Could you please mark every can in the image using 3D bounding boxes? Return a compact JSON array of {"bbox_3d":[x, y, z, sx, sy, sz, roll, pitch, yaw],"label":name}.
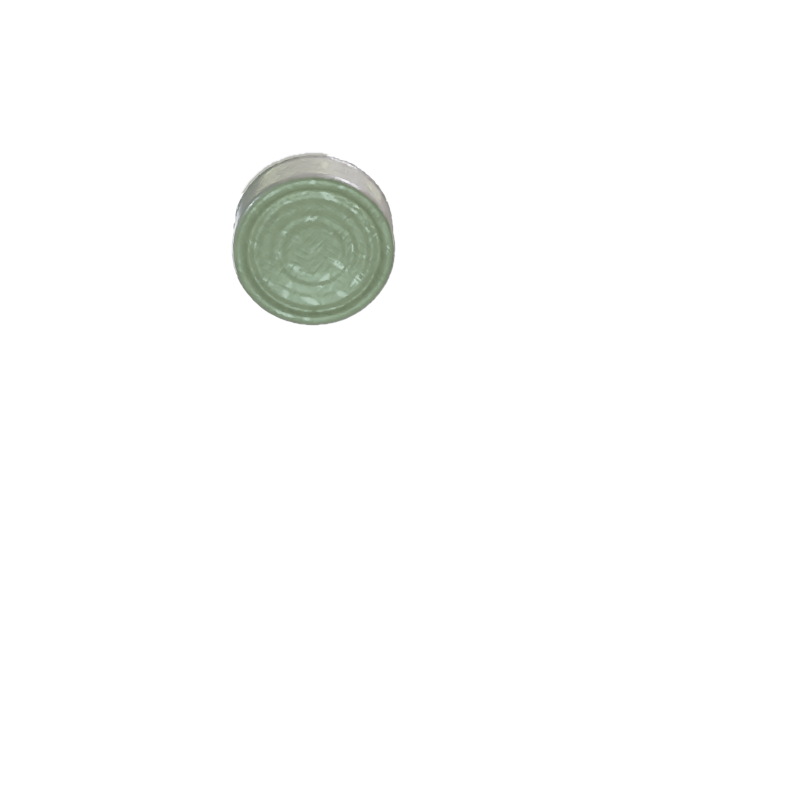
[{"bbox_3d":[-0.046,-0.083,0.582,0.086,0.081,0.035,1,25,-1],"label":"can"}]
